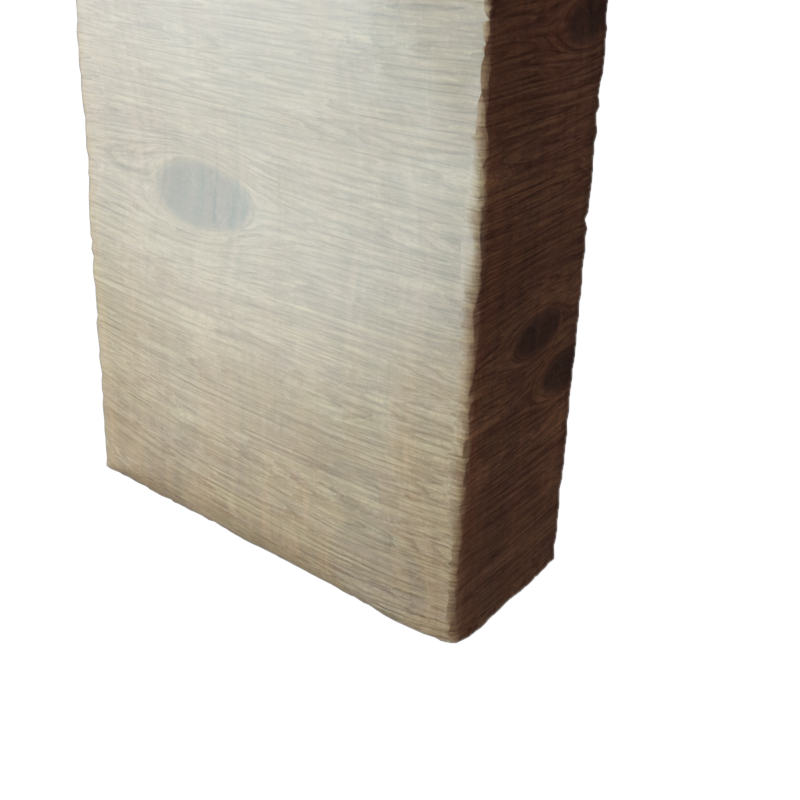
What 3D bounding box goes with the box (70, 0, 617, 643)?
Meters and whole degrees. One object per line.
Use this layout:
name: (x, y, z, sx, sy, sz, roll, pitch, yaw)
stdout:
box: (-0.028, -0.052, 0.364, 0.174, 0.203, 0.071, 20, 29, 35)
